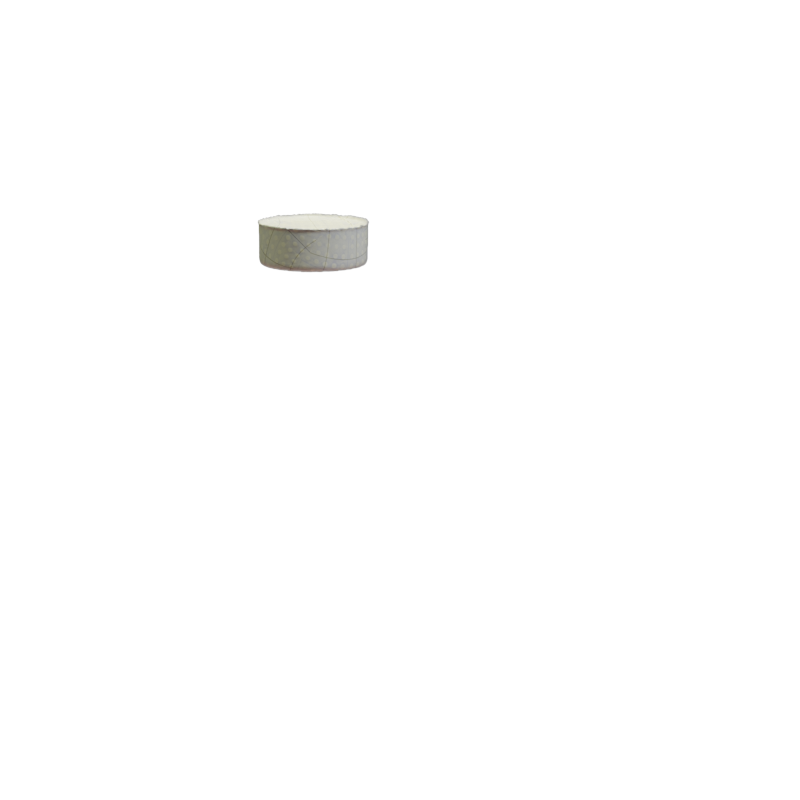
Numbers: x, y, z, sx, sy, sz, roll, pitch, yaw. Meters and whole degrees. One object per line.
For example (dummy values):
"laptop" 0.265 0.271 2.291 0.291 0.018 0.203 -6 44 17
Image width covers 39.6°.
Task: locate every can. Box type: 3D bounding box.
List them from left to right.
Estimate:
"can" -0.067 -0.122 0.857 0.086 0.033 0.089 0 16 -2
